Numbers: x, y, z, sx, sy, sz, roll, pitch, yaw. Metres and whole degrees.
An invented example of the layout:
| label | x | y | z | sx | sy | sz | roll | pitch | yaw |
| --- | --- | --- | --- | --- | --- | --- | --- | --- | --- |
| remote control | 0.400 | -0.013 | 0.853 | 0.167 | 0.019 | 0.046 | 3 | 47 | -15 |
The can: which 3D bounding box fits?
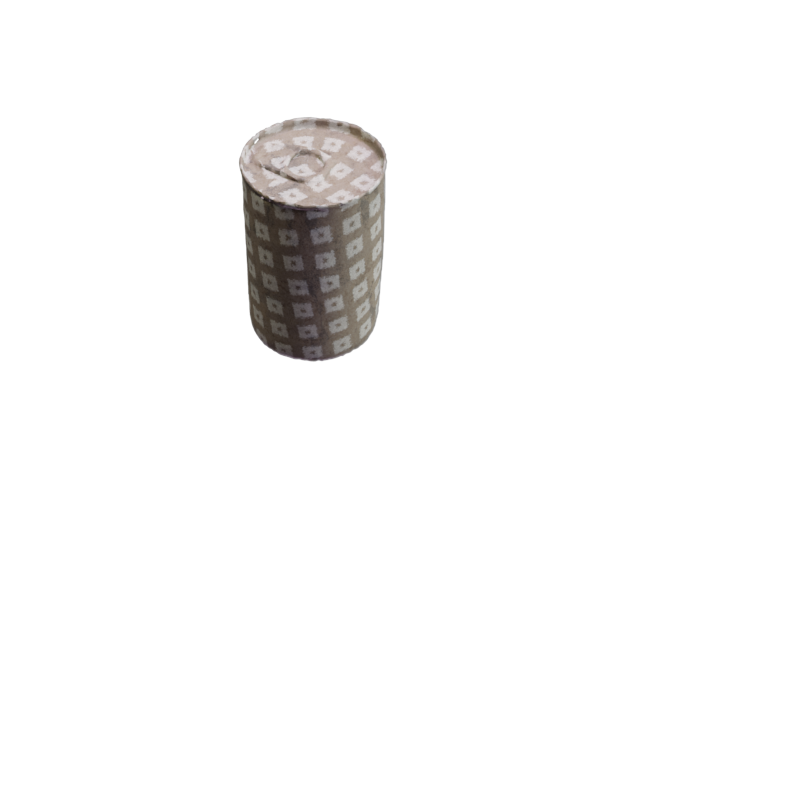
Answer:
| label | x | y | z | sx | sy | sz | roll | pitch | yaw |
| --- | --- | --- | --- | --- | --- | --- | --- | --- | --- |
| can | -0.042 | -0.077 | 0.541 | 0.068 | 0.074 | 0.095 | 0 | -45 | -3 |
